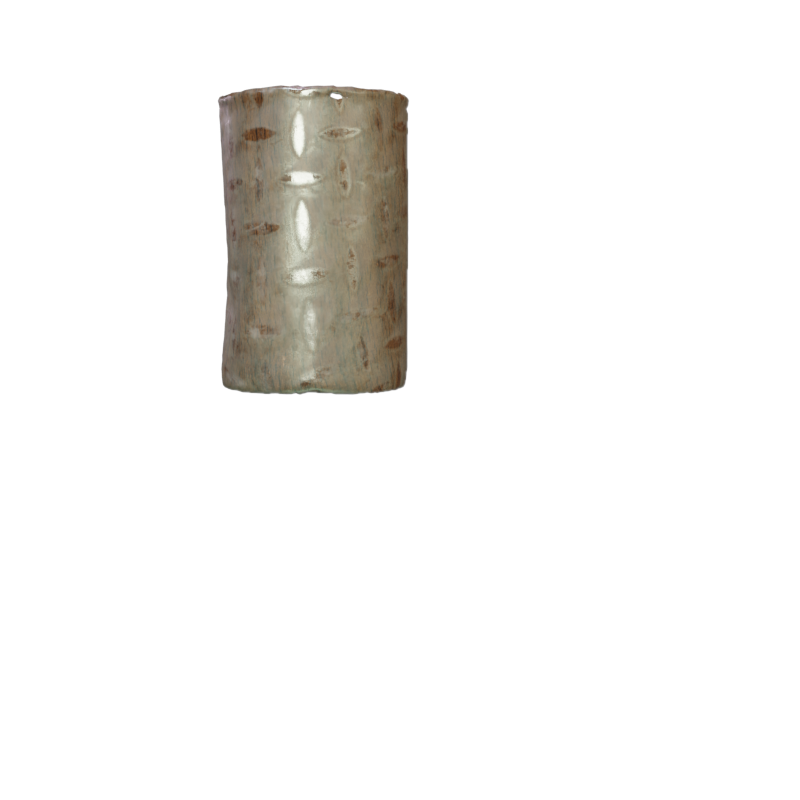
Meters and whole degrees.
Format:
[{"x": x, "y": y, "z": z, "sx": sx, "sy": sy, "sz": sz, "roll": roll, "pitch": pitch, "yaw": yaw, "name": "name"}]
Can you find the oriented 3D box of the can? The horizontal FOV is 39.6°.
[{"x": -0.031, "y": -0.056, "z": 0.394, "sx": 0.068, "sy": 0.102, "sz": 0.069, "roll": 0, "pitch": 1, "yaw": -2, "name": "can"}]
